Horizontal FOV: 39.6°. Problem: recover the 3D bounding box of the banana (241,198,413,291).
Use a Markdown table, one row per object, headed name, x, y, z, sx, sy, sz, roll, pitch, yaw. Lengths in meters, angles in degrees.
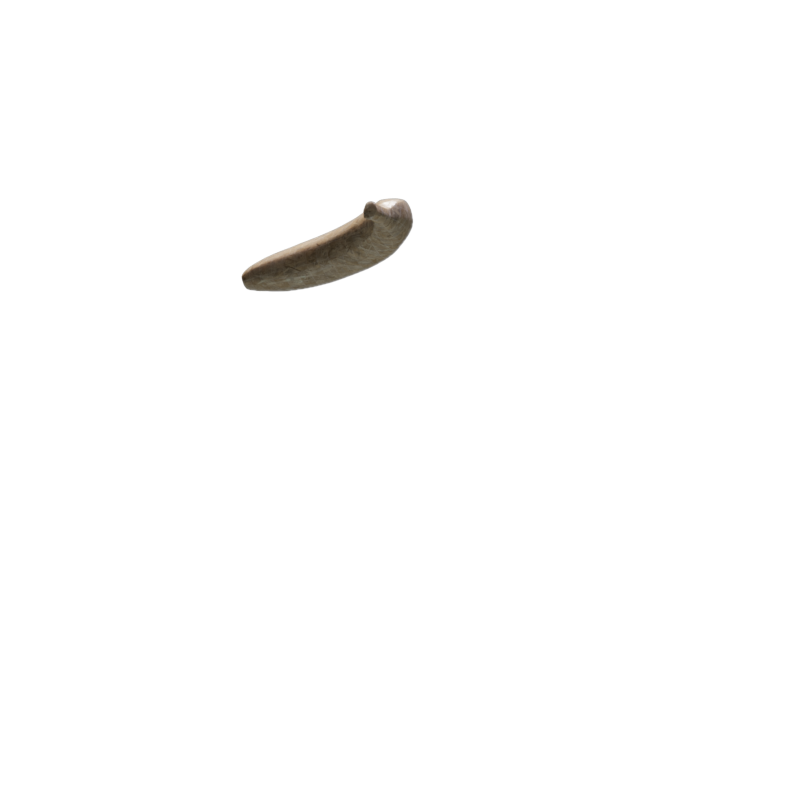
| name | x | y | z | sx | sy | sz | roll | pitch | yaw |
| --- | --- | --- | --- | --- | --- | --- | --- | --- | --- |
| banana | -0.047 | -0.116 | 0.828 | 0.066 | 0.038 | 0.198 | 9 | -16 | -32 |
